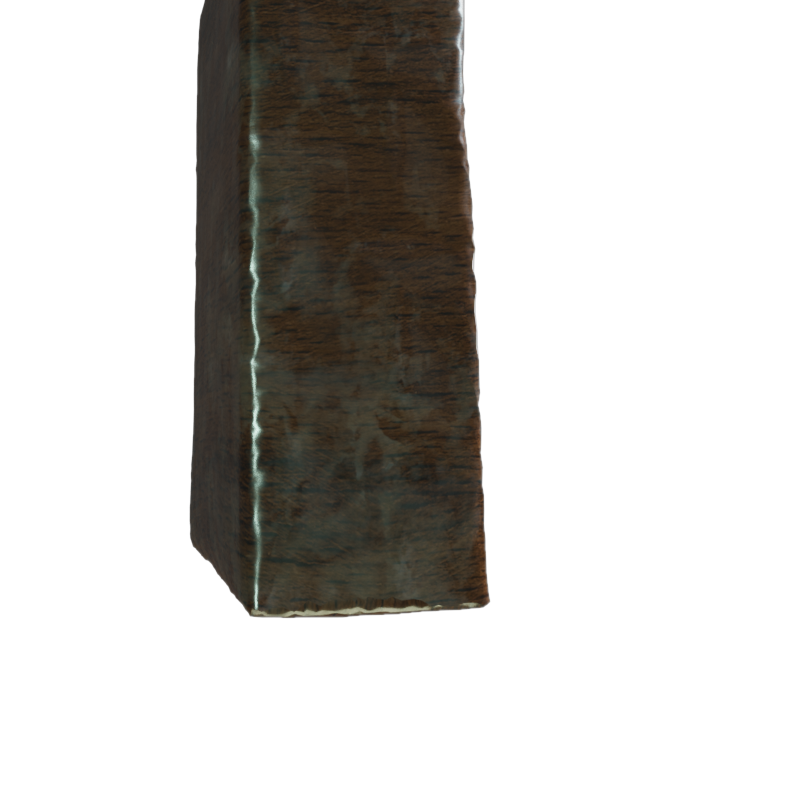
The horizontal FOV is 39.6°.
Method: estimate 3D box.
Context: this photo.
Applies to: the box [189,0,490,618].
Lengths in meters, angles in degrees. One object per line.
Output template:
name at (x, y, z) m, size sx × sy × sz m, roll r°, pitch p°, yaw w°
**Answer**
box at (-0.029, -0.052, 0.365) m, size 0.071 × 0.218 × 0.164 m, roll 2°, pitch -7°, yaw -14°
